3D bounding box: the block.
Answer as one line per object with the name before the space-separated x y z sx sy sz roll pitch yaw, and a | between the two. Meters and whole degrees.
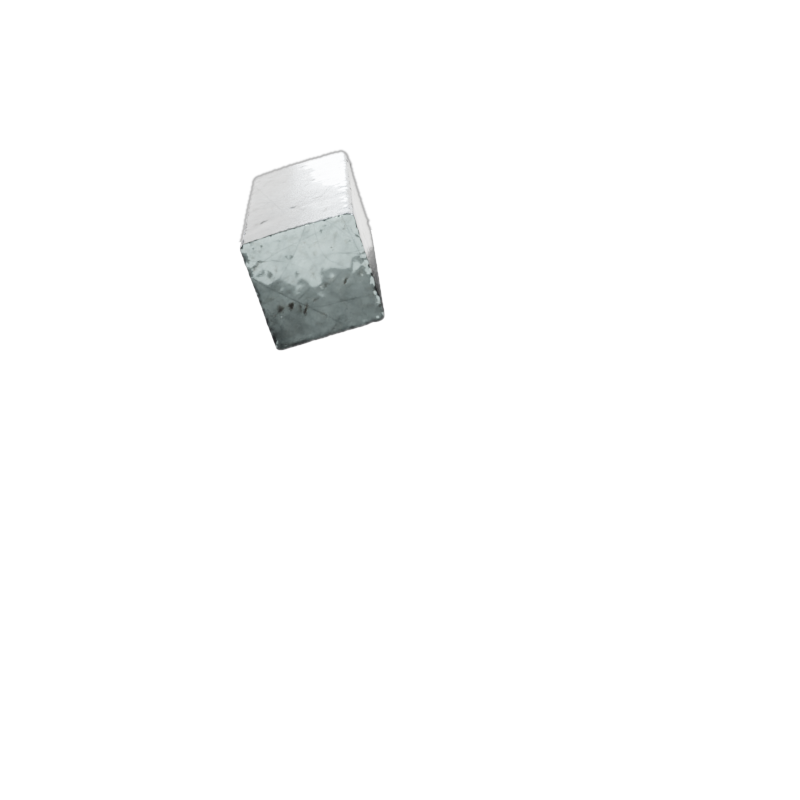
block | -0.072 -0.132 0.925 0.090 0.086 0.216 -17 23 3
